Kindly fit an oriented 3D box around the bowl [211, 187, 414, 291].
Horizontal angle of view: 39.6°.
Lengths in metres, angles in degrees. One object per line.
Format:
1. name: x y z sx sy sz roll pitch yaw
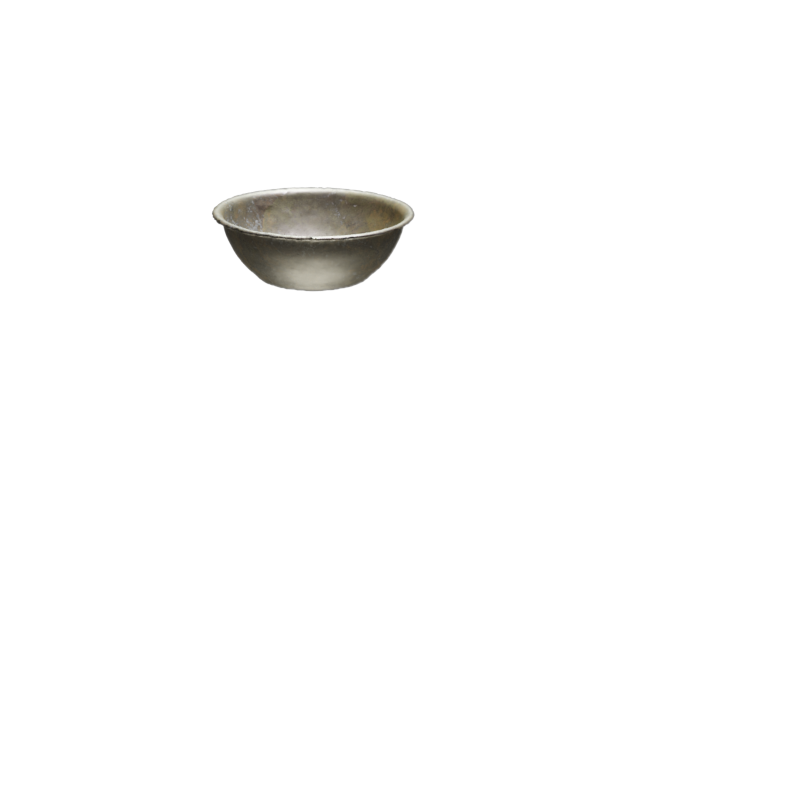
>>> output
1. bowl: -0.070 -0.128 0.894 0.162 0.053 0.170 -1 22 -2
